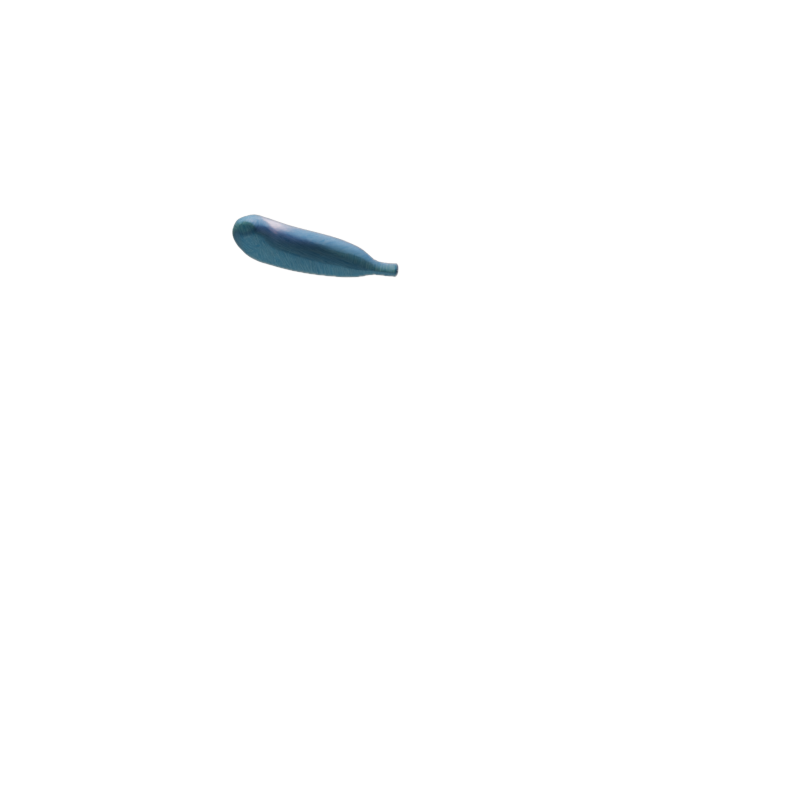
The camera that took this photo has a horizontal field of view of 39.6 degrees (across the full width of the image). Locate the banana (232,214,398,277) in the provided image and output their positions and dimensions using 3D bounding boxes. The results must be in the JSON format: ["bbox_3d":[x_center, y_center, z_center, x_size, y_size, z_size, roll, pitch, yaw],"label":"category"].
[{"bbox_3d":[-0.086,-0.133,0.951,0.072,0.038,0.188,-5,-7,40],"label":"banana"}]
